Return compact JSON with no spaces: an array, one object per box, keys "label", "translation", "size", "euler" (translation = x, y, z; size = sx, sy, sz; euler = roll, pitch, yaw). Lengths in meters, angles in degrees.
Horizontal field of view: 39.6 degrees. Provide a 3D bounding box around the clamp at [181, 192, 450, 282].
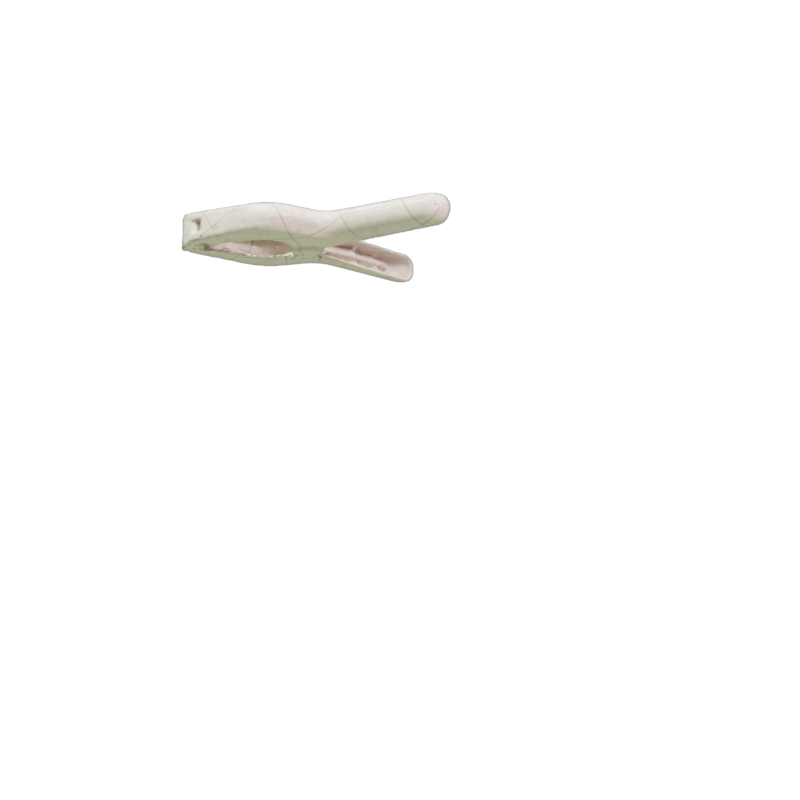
[{"label":"clamp","translation":[-0.071,-0.130,0.908],"size":[0.210,0.038,0.158],"euler":[0,-14,0]}]
